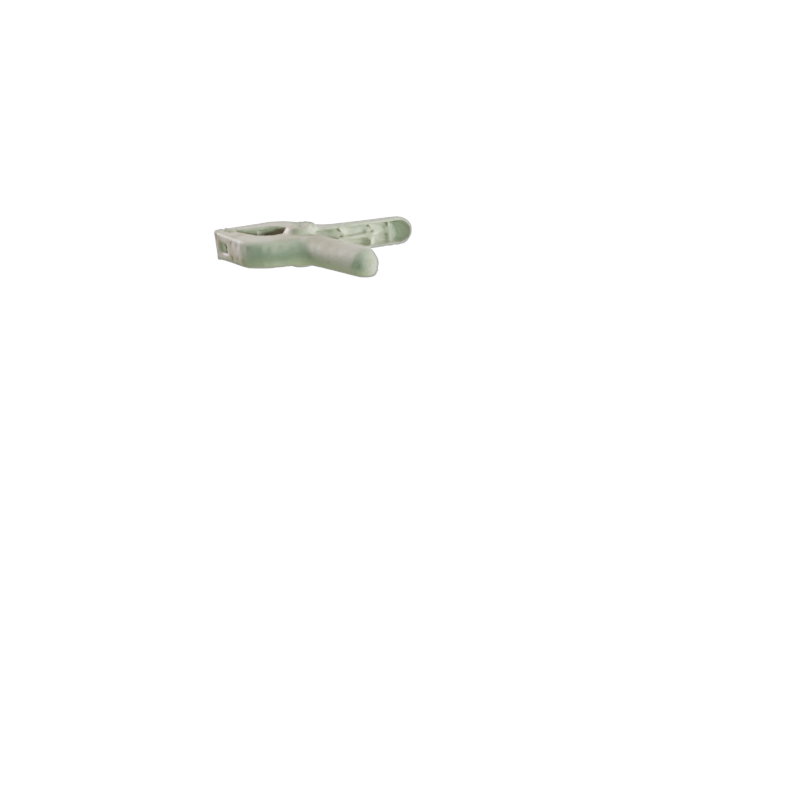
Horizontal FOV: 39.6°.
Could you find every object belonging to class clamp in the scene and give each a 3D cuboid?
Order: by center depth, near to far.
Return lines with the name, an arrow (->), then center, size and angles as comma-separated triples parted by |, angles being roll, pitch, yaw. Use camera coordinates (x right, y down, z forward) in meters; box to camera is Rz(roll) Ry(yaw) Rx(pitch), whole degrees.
clamp -> -0.076, -0.138, 0.967 | 0.178, 0.038, 0.120 | 9, 20, 25
